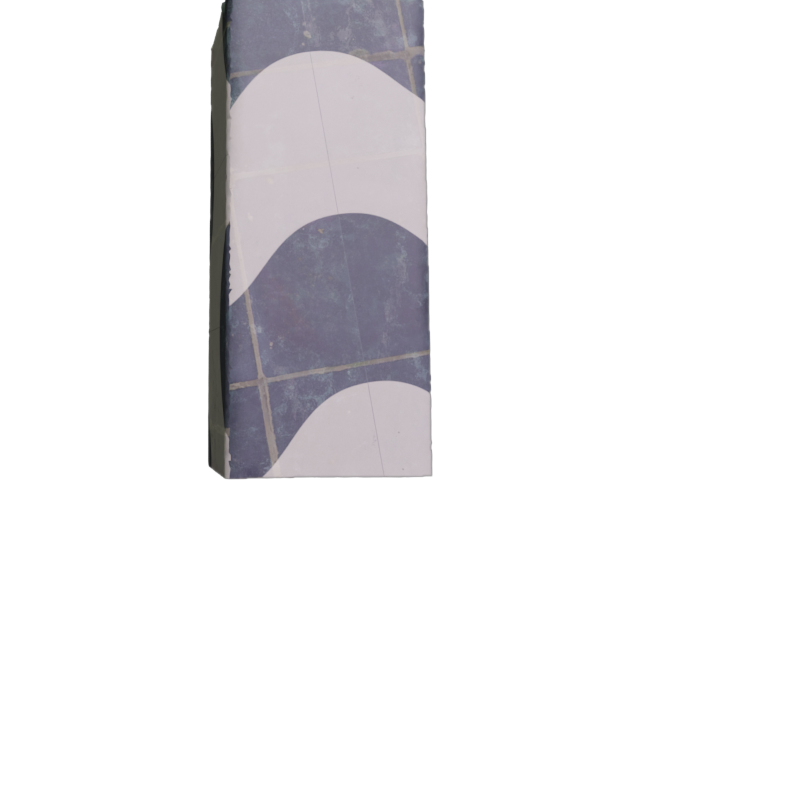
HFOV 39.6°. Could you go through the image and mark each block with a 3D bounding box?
[{"bbox_3d":[-0.040,-0.073,0.508,0.089,0.210,0.091,1,-7,-12],"label":"block"}]
